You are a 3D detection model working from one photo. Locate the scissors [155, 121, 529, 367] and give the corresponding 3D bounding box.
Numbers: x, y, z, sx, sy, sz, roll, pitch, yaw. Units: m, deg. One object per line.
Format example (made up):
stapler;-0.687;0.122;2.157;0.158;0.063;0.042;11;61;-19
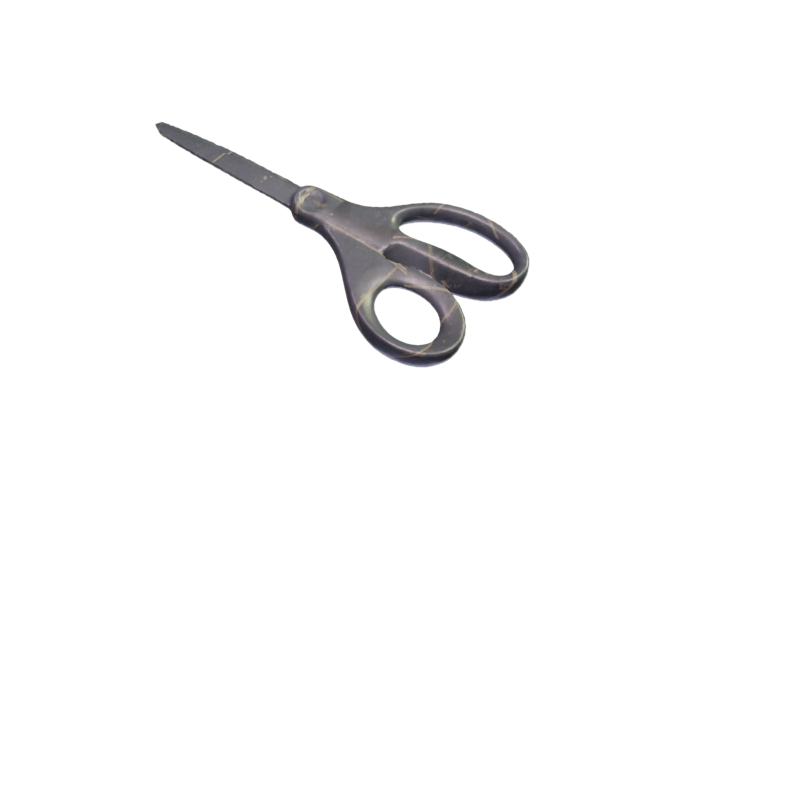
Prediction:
scissors;-0.041;-0.076;0.530;0.206;0.101;0.015;16;-32;10
